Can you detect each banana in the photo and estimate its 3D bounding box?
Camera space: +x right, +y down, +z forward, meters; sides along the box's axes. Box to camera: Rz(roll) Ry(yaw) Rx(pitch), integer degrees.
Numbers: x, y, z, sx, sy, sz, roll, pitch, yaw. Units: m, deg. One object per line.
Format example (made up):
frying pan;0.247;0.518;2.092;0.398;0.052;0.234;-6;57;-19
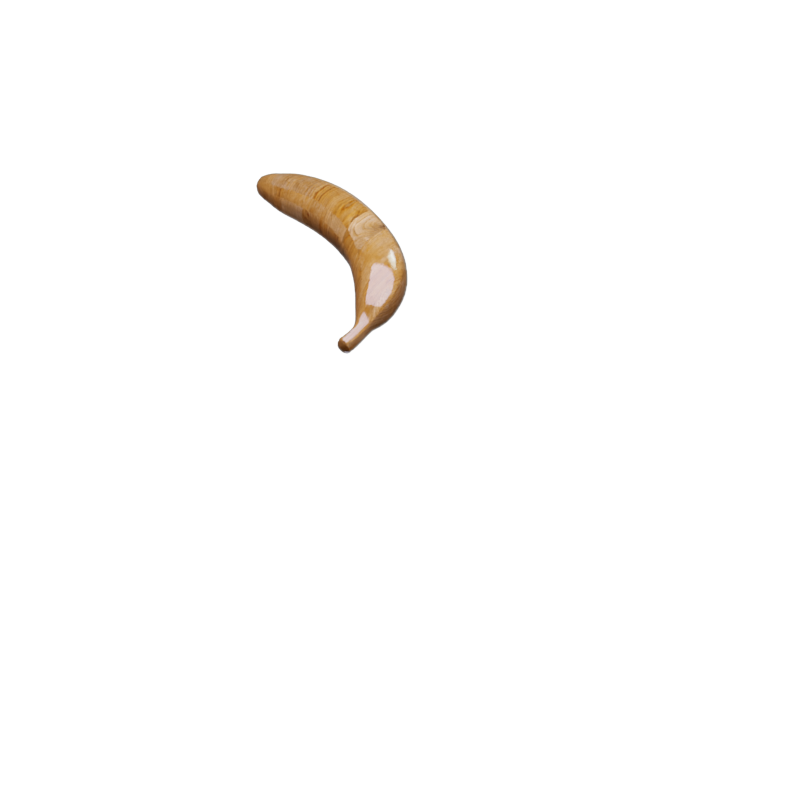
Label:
banana;-0.042;-0.112;0.778;0.069;0.034;0.214;-13;42;-16
